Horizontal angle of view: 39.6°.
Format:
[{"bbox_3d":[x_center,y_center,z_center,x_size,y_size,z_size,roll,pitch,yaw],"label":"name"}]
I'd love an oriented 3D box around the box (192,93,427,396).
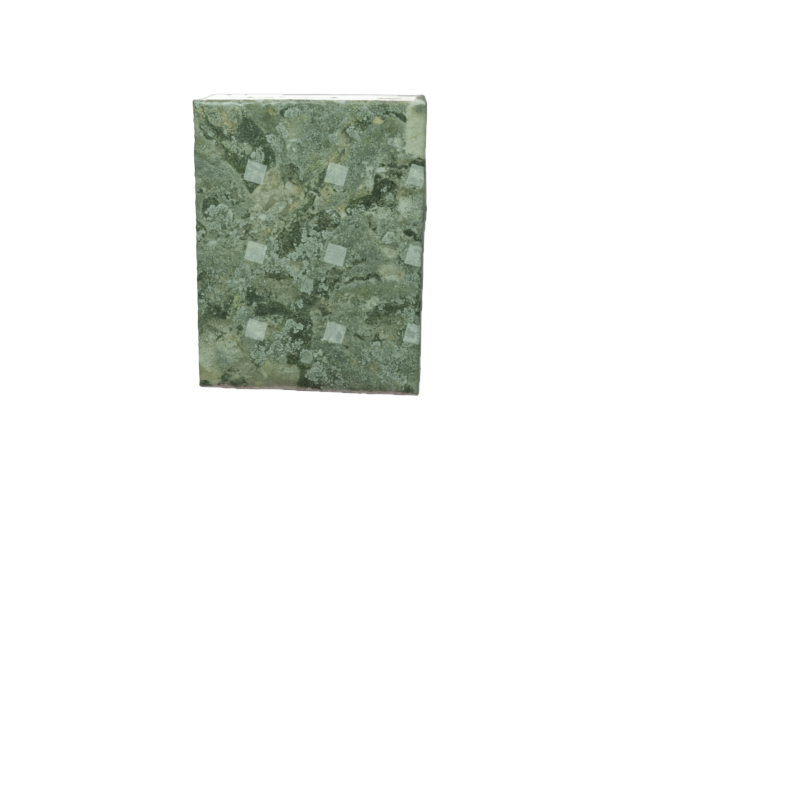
[{"bbox_3d":[-0.064,-0.116,0.813,0.165,0.207,0.073,2,13,5],"label":"box"}]
